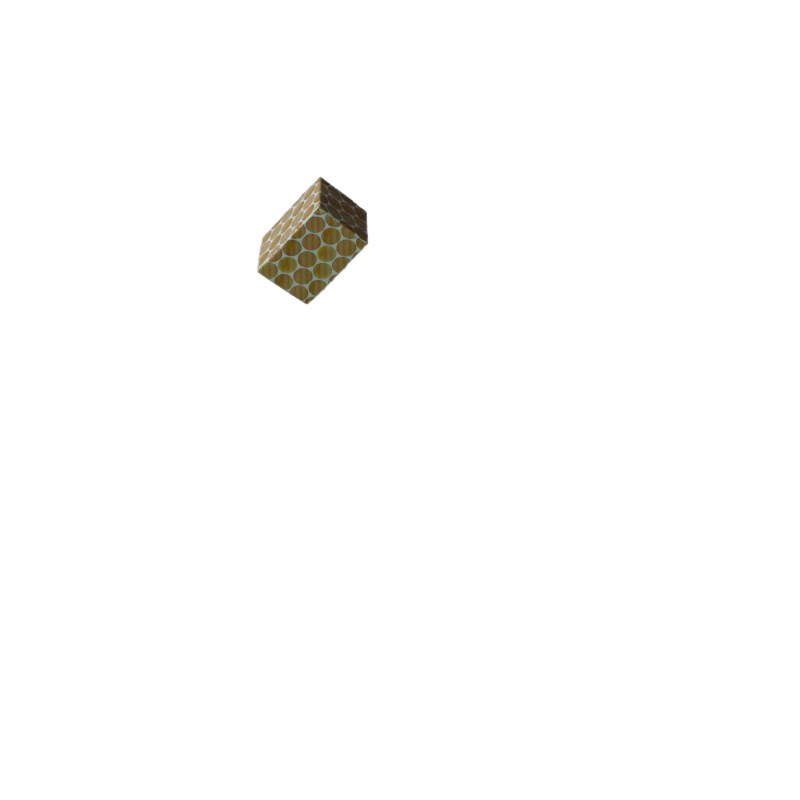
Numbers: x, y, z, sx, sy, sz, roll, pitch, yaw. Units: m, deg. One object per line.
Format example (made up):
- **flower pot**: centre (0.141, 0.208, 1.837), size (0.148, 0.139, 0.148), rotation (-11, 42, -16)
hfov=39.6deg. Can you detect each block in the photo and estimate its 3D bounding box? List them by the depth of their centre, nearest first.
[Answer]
- **block**: centre (-0.069, -0.126, 0.884), size (0.050, 0.077, 0.055), rotation (37, 25, -23)
